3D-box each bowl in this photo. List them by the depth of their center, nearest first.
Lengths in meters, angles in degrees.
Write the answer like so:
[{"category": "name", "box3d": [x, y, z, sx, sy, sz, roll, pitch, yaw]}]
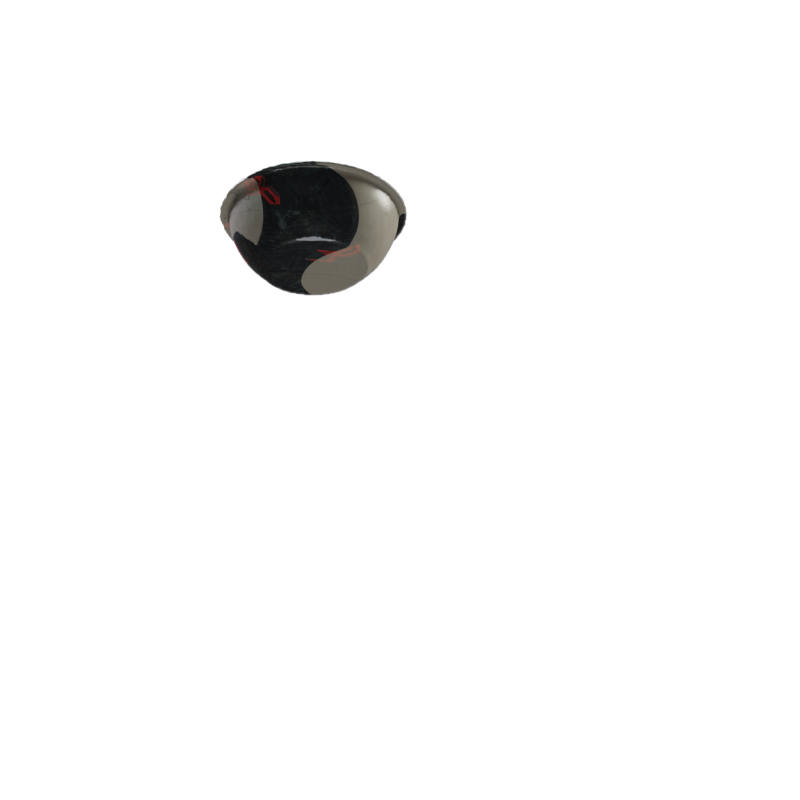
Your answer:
[{"category": "bowl", "box3d": [-0.074, -0.135, 0.946, 0.162, 0.059, 0.152, 1, -28, -2]}]
